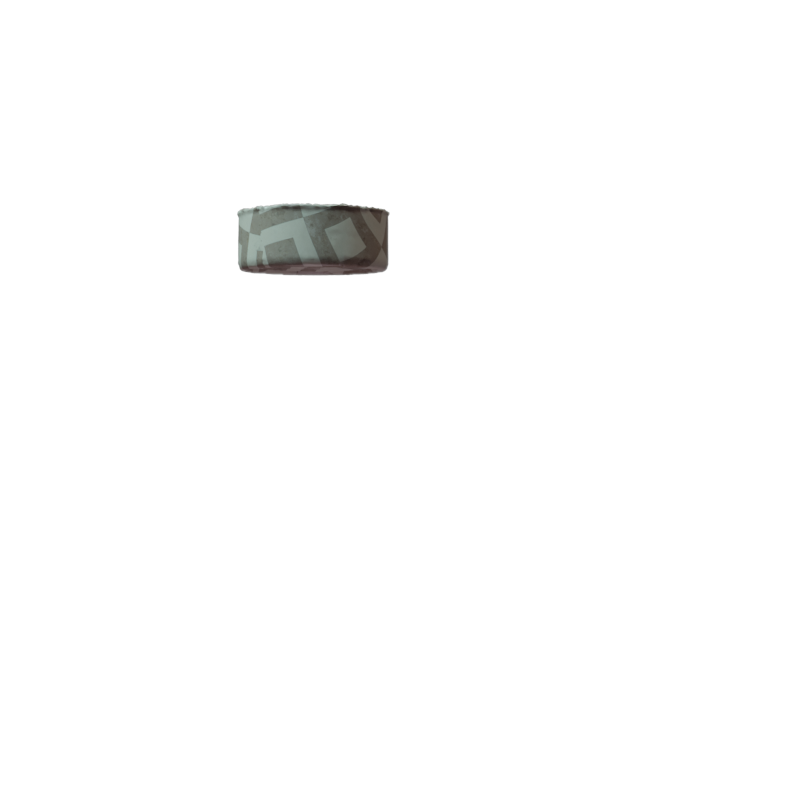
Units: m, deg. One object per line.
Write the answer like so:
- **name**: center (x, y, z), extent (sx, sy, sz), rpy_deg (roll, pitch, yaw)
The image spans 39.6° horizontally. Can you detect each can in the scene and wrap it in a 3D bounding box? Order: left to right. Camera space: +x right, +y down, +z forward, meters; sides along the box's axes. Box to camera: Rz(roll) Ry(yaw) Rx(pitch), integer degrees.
- **can**: center (-0.049, -0.089, 0.624), extent (0.086, 0.034, 0.086), rpy_deg (0, 2, -2)
